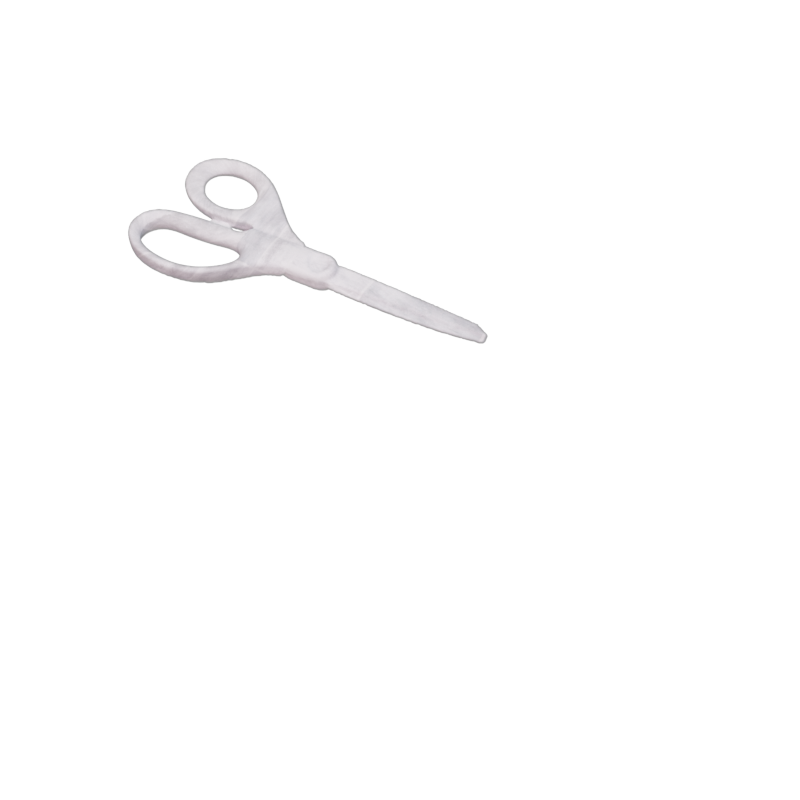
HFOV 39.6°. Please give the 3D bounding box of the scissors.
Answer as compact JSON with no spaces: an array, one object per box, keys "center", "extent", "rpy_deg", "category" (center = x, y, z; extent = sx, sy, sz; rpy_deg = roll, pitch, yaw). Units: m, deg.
[{"center":[-0.048,-0.087,0.611],"extent":[0.204,0.102,0.015],"rpy_deg":[10,-36,7],"category":"scissors"}]
